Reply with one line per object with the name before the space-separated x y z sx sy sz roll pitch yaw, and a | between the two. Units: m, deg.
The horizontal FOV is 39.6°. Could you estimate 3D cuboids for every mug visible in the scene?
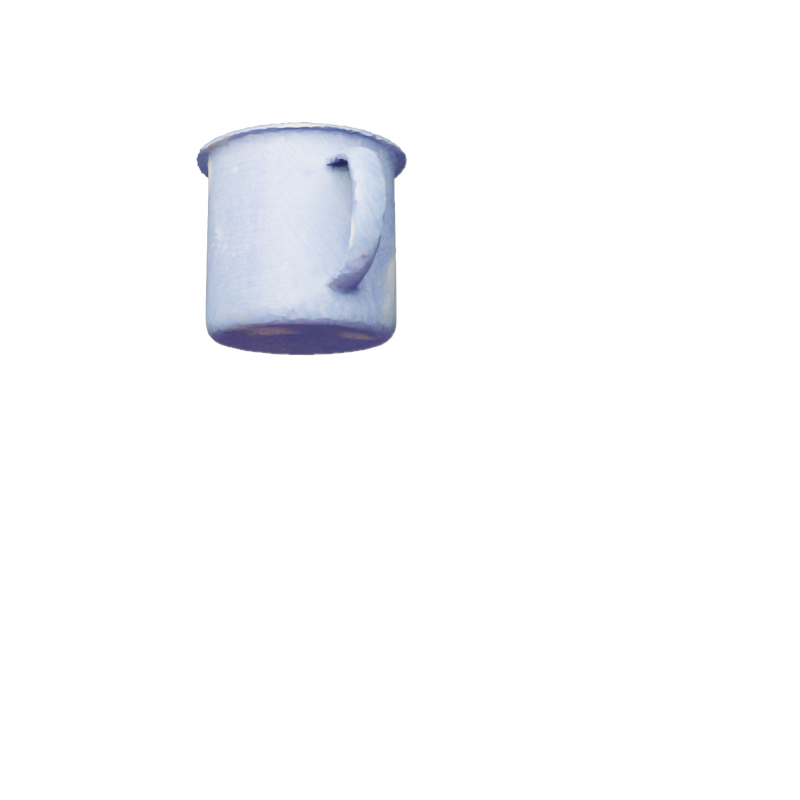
mug | -0.037 -0.067 0.471 0.090 0.084 0.118 6 -12 -28
